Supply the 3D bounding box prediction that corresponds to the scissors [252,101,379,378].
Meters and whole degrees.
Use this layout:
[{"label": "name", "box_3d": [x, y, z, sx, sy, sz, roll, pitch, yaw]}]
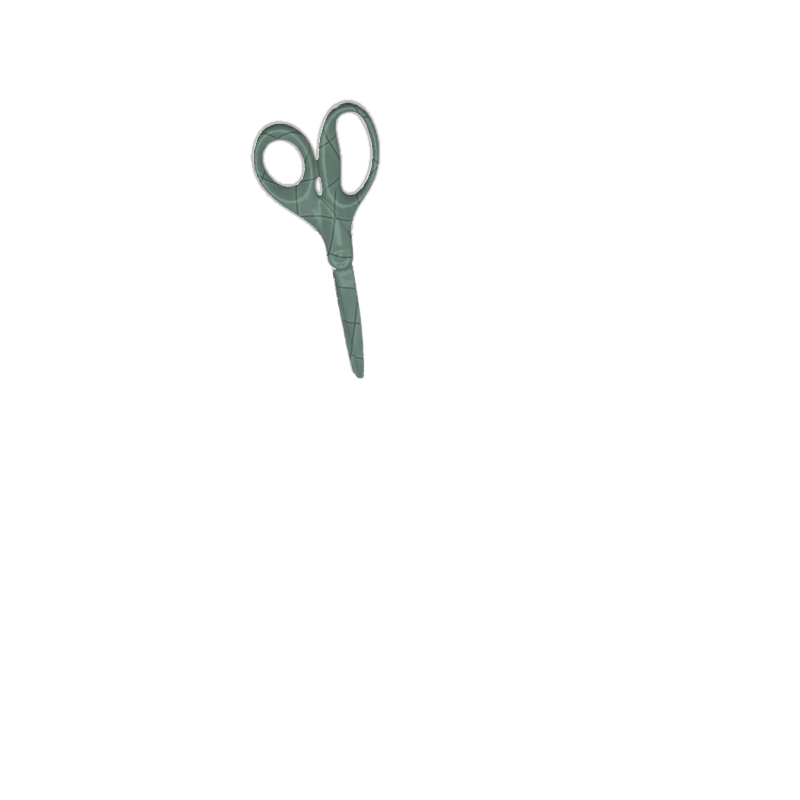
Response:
[{"label": "scissors", "box_3d": [-0.061, -0.111, 0.779, 0.096, 0.194, 0.016, 7, 18, -2]}]
